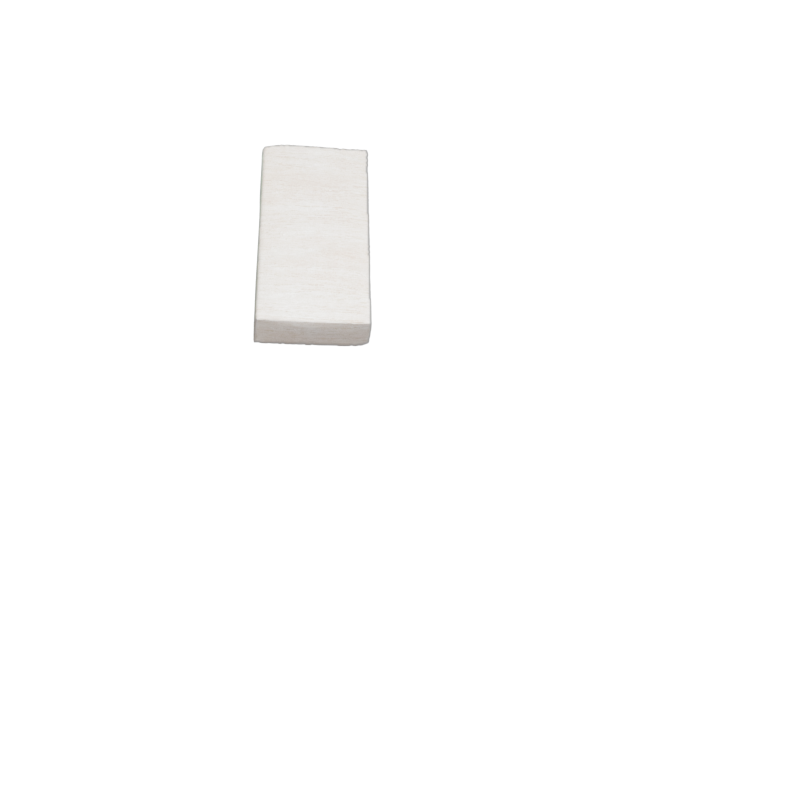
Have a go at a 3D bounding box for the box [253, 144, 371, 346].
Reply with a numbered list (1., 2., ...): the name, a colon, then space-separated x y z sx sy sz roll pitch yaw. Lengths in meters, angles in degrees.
1. box: -0.072 -0.131 0.916 0.093 0.188 0.045 1 -30 -6
